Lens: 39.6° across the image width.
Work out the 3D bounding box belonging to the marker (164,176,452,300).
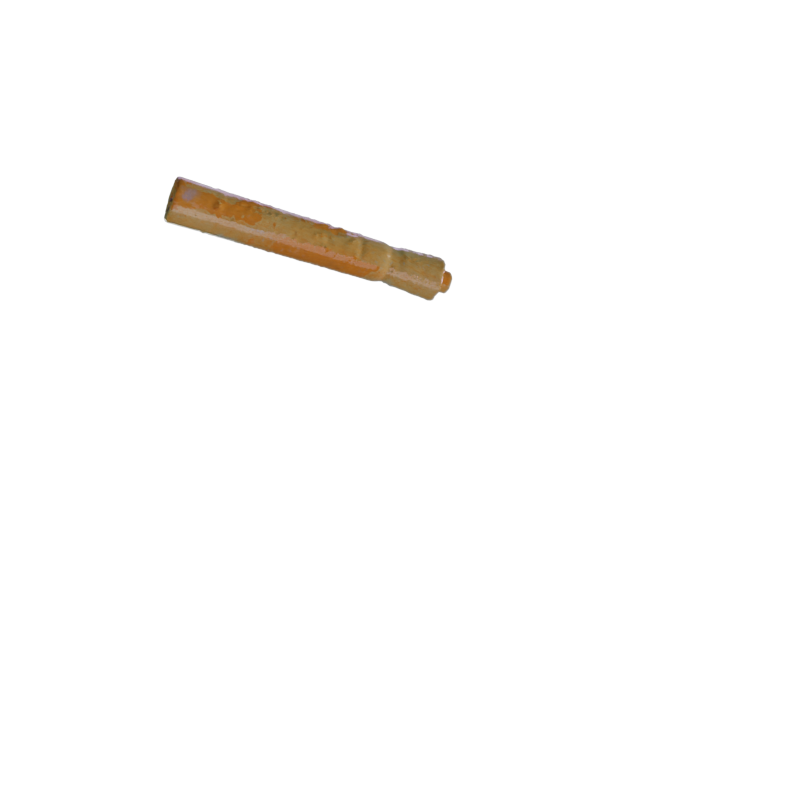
[{"bbox_3d":[-0.035,-0.064,0.451,0.118,0.020,0.020,15,0,-13],"label":"marker"}]
